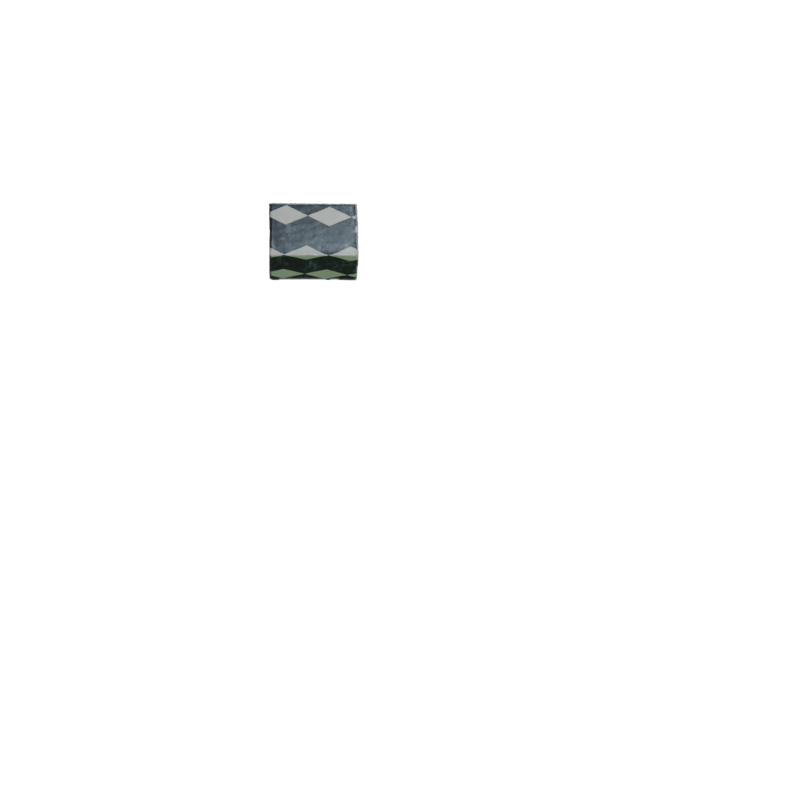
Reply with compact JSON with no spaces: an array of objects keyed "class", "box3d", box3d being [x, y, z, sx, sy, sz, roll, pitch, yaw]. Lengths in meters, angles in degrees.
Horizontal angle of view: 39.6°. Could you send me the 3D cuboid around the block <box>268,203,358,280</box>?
[{"class":"block","box3d":[-0.075,-0.137,0.961,0.078,0.054,0.050,1,-23,-3]}]
